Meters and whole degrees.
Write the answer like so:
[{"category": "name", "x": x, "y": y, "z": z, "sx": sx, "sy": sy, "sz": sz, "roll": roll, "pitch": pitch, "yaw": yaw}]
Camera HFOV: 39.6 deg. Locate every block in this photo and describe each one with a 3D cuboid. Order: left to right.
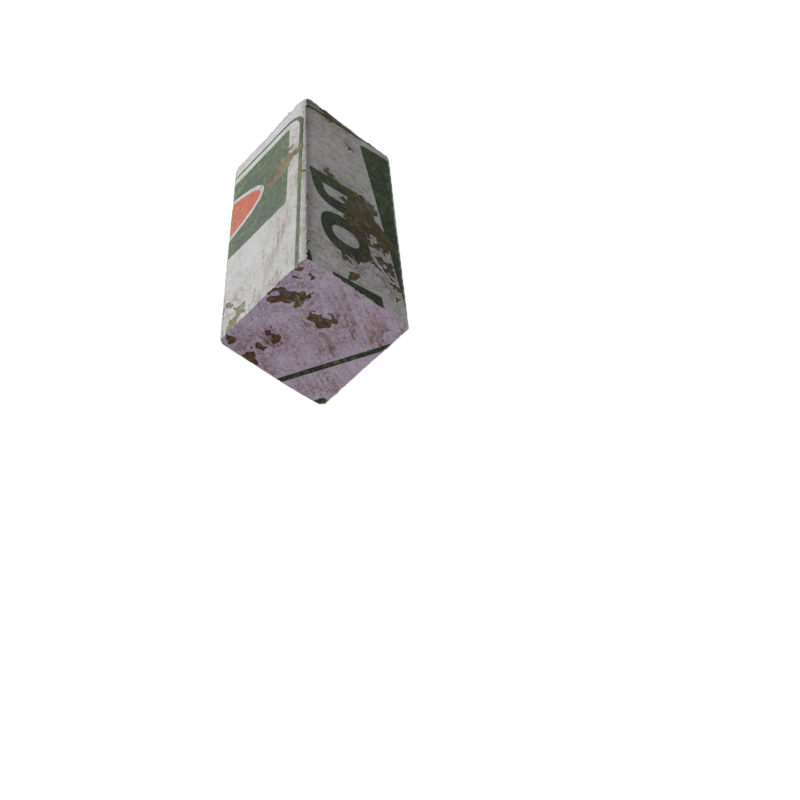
[{"category": "block", "x": -0.062, "y": -0.112, "z": 0.787, "sx": 0.085, "sy": 0.221, "sz": 0.089, "roll": 33, "pitch": -59, "yaw": -27}]
